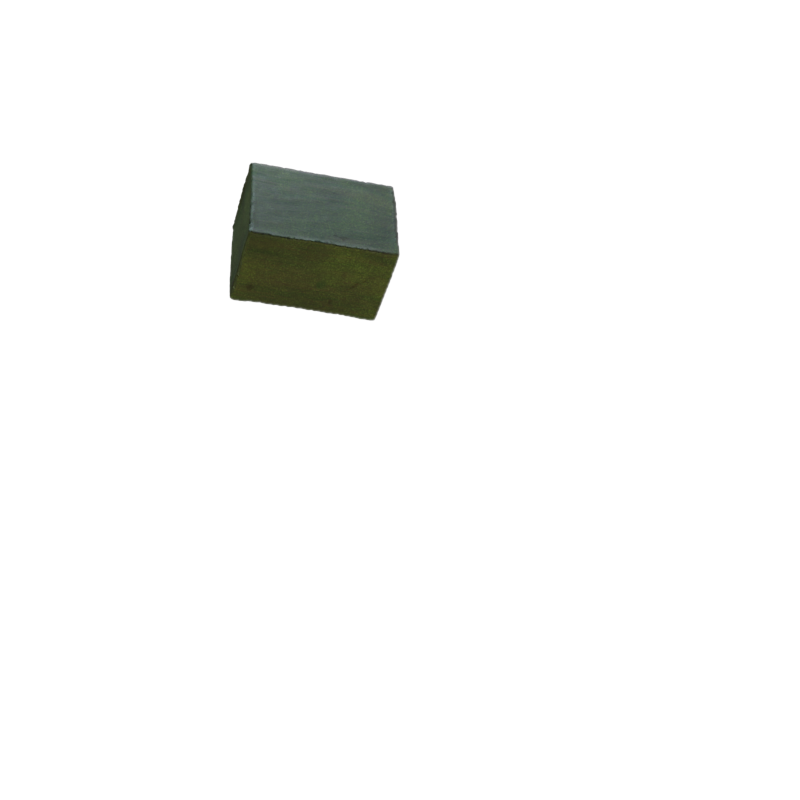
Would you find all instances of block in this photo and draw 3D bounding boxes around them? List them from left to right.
[{"bbox_3d":[-0.044,-0.081,0.567,0.076,0.055,0.050,9,-41,-12],"label":"block"}]
